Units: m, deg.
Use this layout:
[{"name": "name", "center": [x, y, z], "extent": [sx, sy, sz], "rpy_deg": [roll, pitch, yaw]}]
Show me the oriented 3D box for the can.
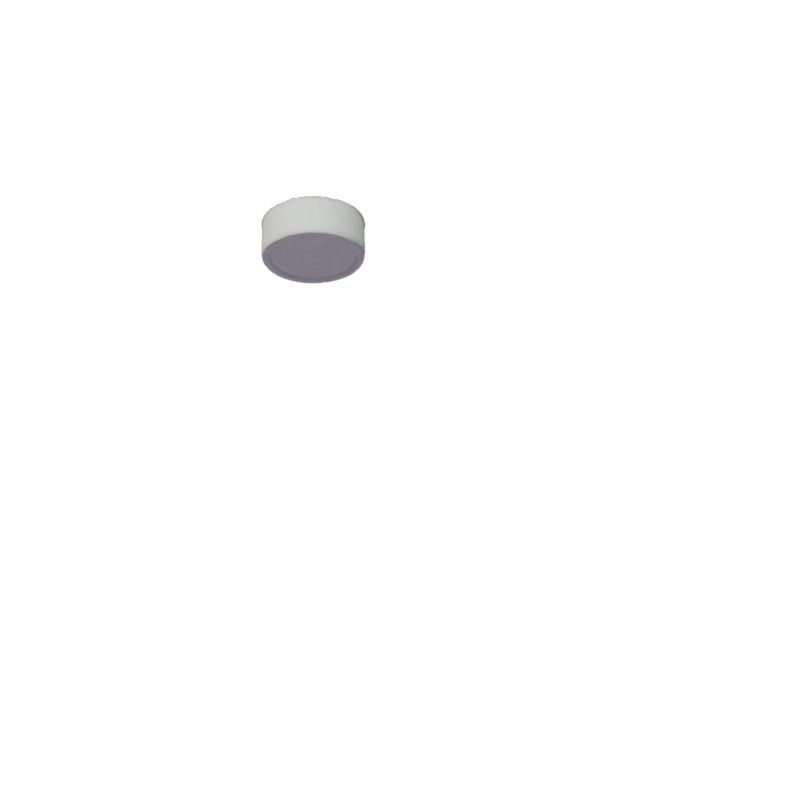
[{"name": "can", "center": [-0.071, -0.129, 0.905], "extent": [0.086, 0.036, 0.081], "rpy_deg": [1, -26, -2]}]
